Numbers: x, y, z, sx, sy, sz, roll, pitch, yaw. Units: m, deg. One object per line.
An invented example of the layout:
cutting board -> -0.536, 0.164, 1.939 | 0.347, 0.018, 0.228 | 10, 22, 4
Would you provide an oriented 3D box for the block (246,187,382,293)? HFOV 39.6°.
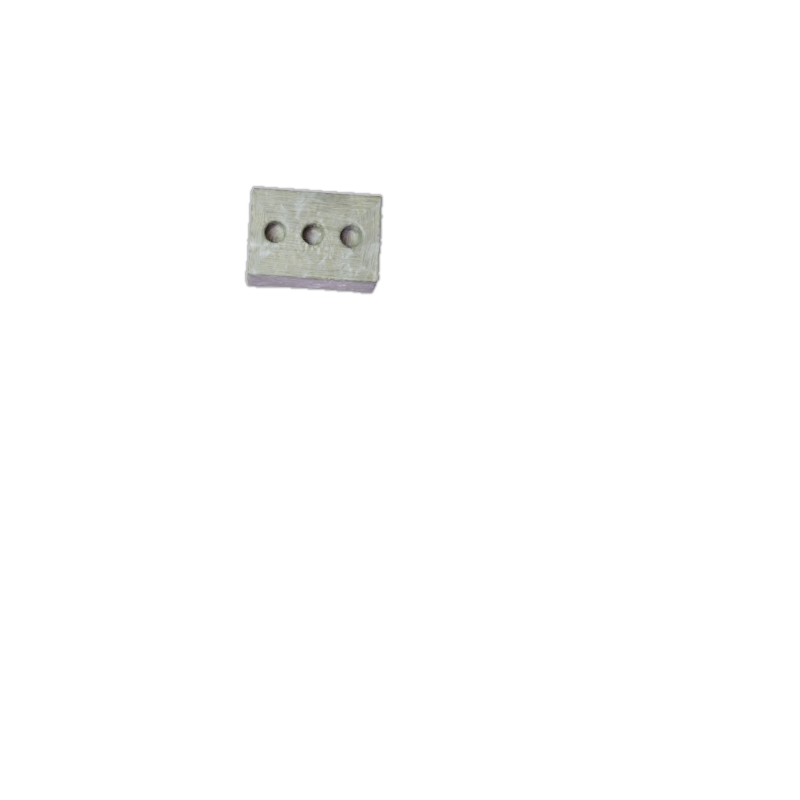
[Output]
block -> -0.052, -0.094, 0.659 | 0.078, 0.054, 0.050 | 3, -7, -1
